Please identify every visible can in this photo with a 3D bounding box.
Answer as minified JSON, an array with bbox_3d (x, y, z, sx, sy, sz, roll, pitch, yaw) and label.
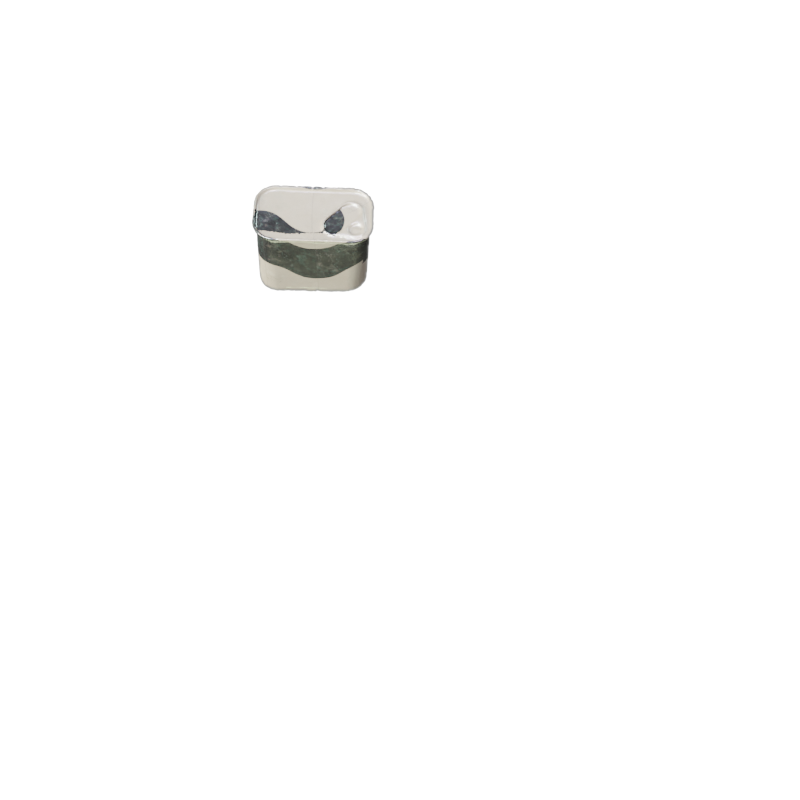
[{"bbox_3d":[-0.076,-0.138,0.967,0.102,0.061,0.078,2,-31,0],"label":"can"}]
